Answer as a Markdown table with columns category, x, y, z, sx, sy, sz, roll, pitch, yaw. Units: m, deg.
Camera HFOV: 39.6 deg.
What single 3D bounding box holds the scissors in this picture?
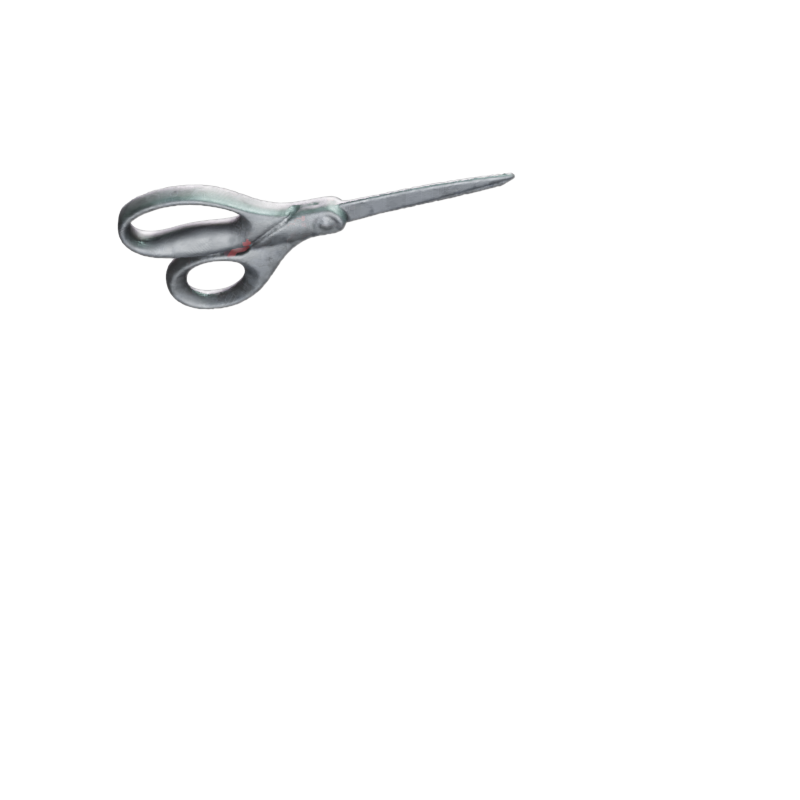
| category | x | y | z | sx | sy | sz | roll | pitch | yaw |
| --- | --- | --- | --- | --- | --- | --- | --- | --- | --- |
| scissors | -0.046 | -0.083 | 0.583 | 0.202 | 0.017 | 0.090 | 0 | -37 | 1 |
